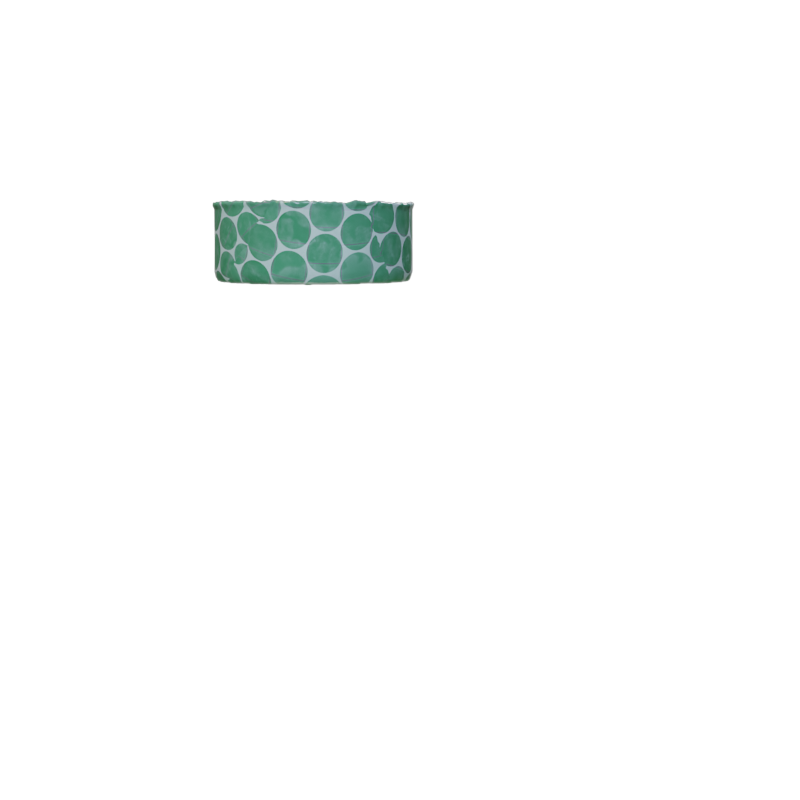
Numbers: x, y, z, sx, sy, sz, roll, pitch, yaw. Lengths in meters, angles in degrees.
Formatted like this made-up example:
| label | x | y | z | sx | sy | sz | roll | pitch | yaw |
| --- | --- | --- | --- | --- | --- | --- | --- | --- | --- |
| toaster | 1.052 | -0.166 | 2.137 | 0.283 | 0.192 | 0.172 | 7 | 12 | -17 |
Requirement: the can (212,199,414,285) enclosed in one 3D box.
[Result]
| label | x | y | z | sx | sy | sz | roll | pitch | yaw |
| --- | --- | --- | --- | --- | --- | --- | --- | --- | --- |
| can | -0.037 | -0.067 | 0.472 | 0.086 | 0.033 | 0.087 | 0 | 7 | -2 |
